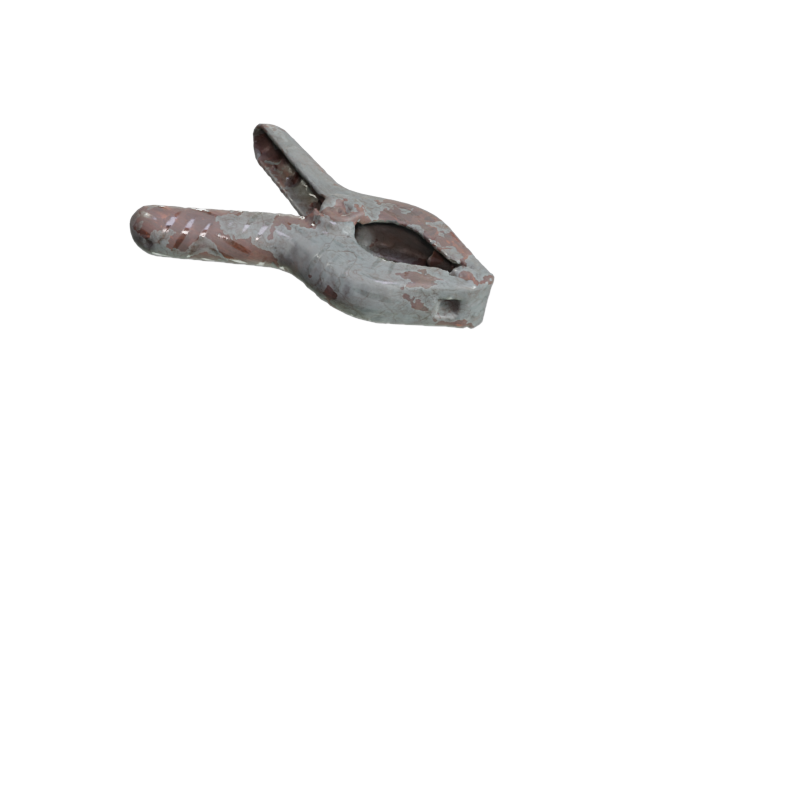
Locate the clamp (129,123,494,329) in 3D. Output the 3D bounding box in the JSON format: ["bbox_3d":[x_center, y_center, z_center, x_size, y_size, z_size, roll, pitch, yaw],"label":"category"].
[{"bbox_3d":[-0.042,-0.077,0.537,0.182,0.036,0.122,30,51,27],"label":"clamp"}]
